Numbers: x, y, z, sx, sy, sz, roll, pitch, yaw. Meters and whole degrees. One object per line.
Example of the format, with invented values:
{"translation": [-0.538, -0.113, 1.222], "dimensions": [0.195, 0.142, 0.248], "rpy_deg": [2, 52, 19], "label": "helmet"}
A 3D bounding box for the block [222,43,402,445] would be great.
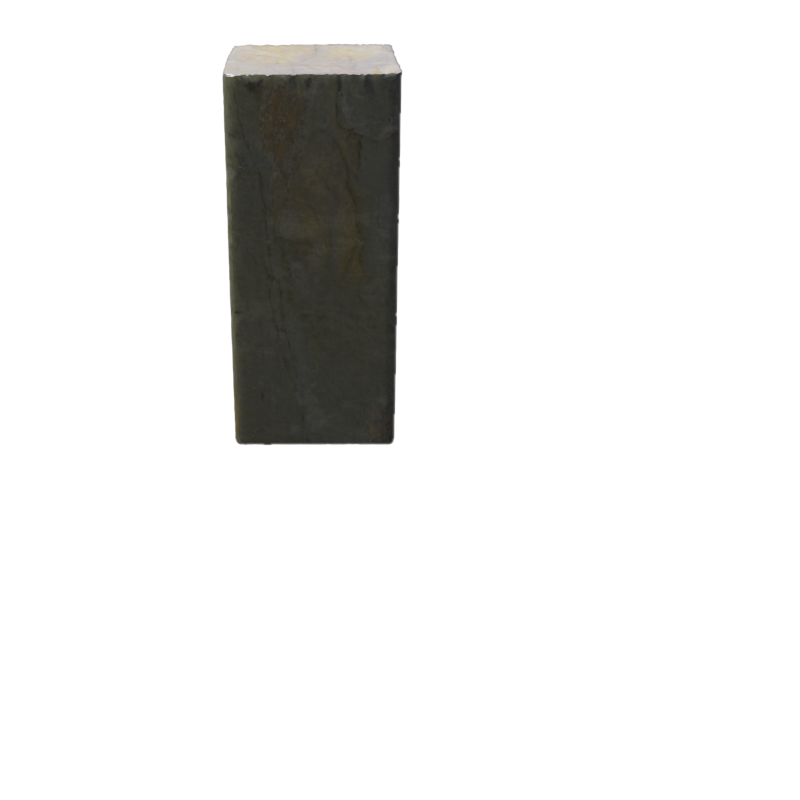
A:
{"translation": [-0.048, -0.088, 0.615], "dimensions": [0.090, 0.197, 0.095], "rpy_deg": [0, 22, -3], "label": "block"}
